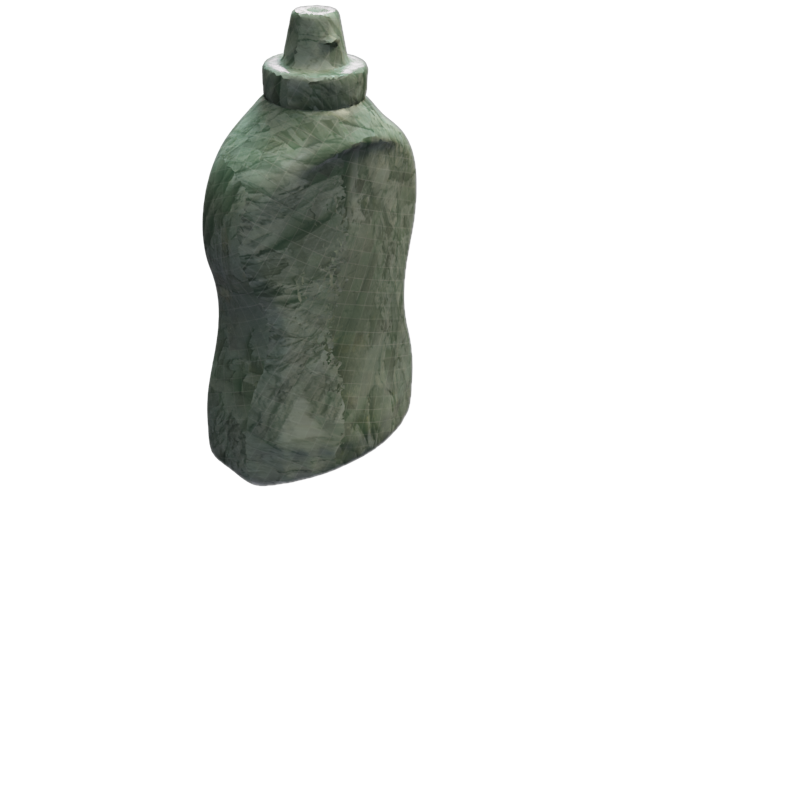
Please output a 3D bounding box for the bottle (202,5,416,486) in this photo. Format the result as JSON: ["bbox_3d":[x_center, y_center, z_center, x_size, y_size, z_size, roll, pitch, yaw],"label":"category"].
[{"bbox_3d":[-0.035,-0.065,0.456,0.095,0.182,0.062,-19,33,-36],"label":"bottle"}]
